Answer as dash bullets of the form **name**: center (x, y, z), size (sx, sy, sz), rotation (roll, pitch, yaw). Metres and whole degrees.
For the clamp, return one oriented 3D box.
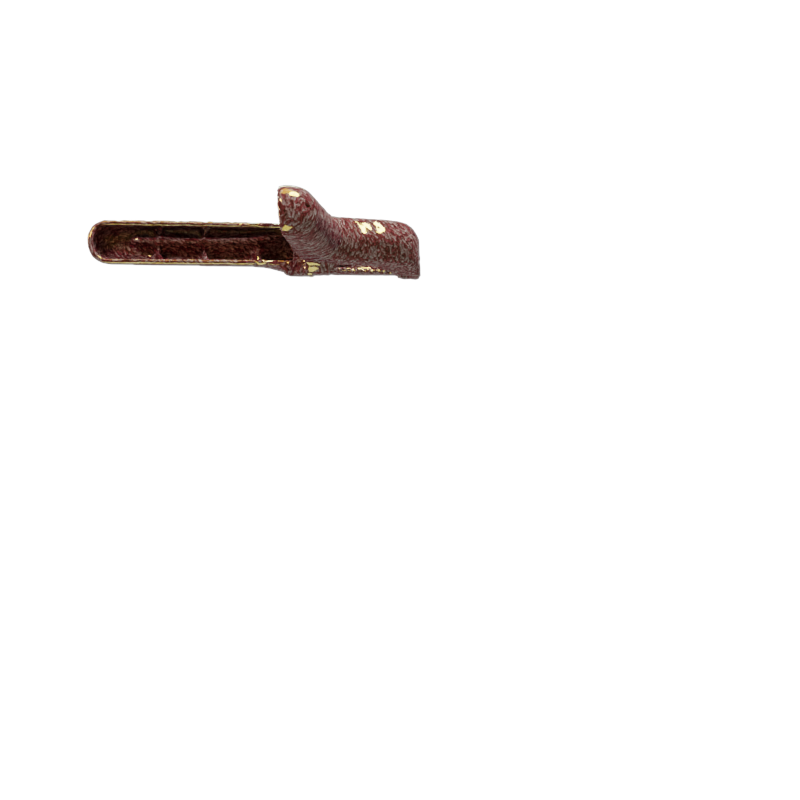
- **clamp**: center (-0.050, -0.091, 0.641), size (0.201, 0.037, 0.170), rotation (0, 0, -42)
